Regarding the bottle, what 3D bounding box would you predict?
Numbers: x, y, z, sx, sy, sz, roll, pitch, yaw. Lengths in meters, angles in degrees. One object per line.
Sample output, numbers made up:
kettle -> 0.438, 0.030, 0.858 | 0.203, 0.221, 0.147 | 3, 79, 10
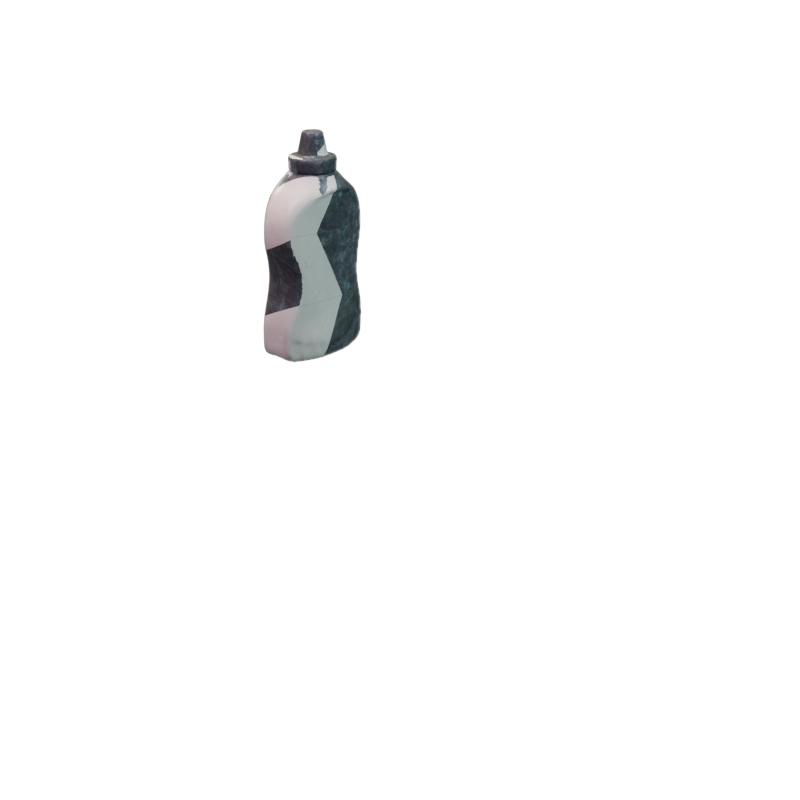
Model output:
bottle -> -0.074, -0.135, 0.947 | 0.062, 0.184, 0.094 | 17, 24, 40
